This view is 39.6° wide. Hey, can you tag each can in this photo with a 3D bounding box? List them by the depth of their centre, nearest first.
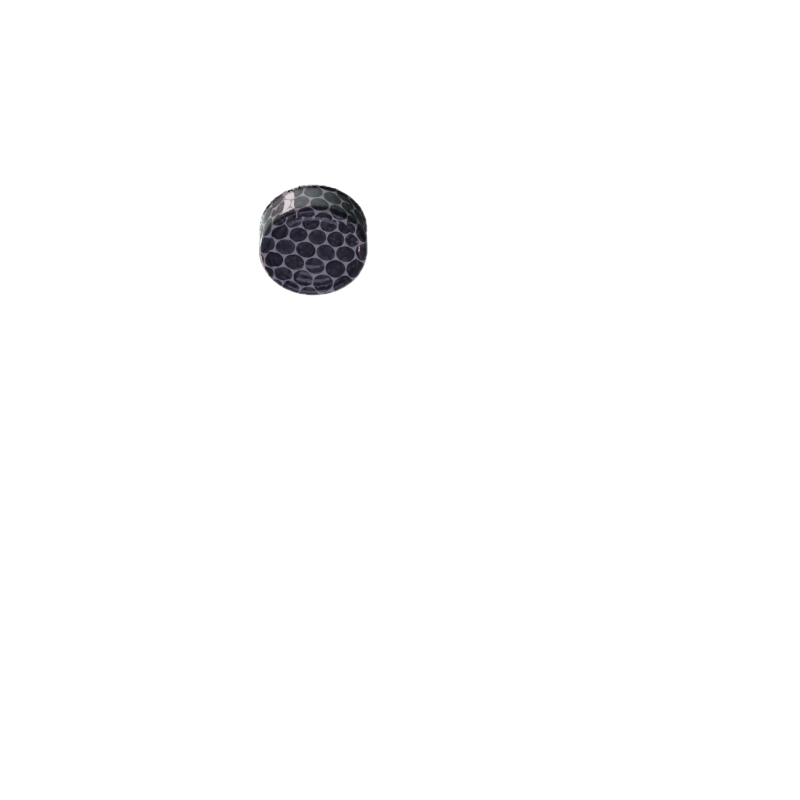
[{"bbox_3d":[-0.068,-0.124,0.867,0.086,0.080,0.036,1,39,-1],"label":"can"}]
